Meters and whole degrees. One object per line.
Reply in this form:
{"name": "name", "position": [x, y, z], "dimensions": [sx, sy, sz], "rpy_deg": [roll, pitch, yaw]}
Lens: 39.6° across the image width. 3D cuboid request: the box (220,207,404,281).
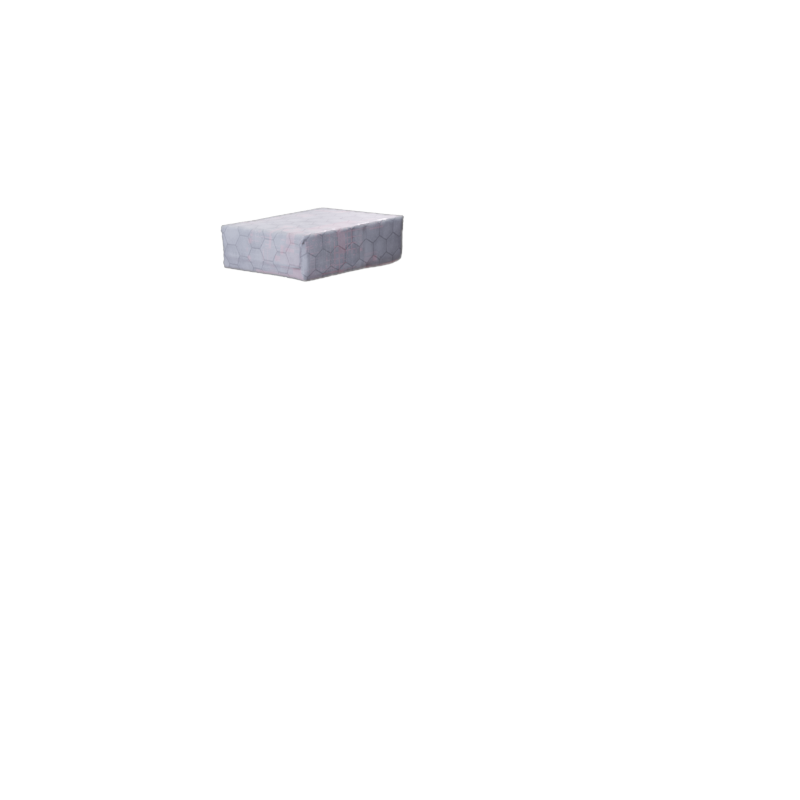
{"name": "box", "position": [-0.066, -0.121, 0.845], "dimensions": [0.095, 0.038, 0.111], "rpy_deg": [14, 21, 40]}
